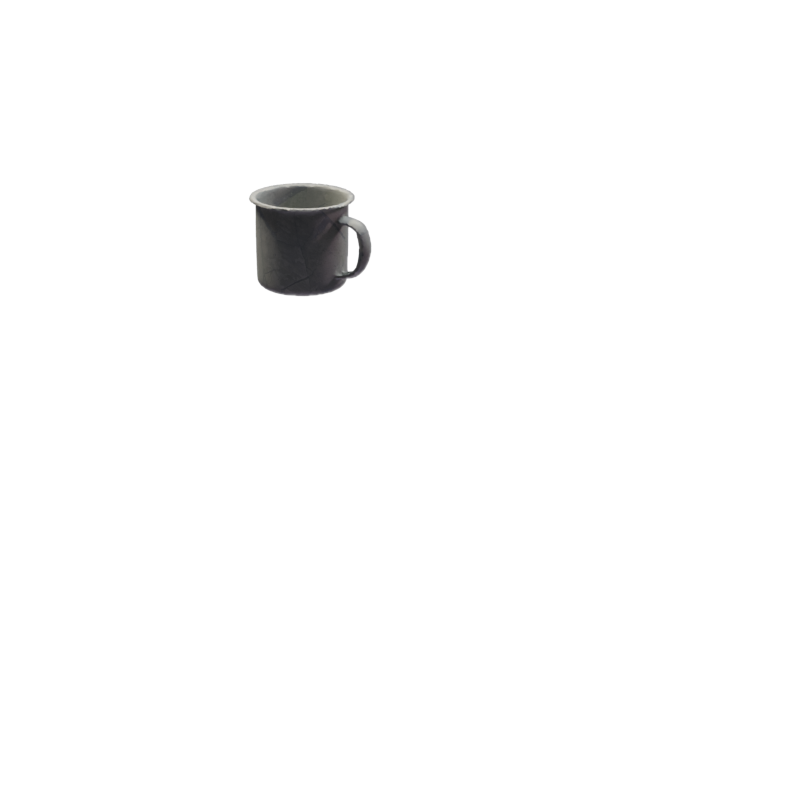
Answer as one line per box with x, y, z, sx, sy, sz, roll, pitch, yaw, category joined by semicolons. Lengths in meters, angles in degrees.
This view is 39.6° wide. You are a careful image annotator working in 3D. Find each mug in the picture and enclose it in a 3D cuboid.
-0.077;-0.140;0.980;0.123;0.078;0.093;13;25;29;mug
